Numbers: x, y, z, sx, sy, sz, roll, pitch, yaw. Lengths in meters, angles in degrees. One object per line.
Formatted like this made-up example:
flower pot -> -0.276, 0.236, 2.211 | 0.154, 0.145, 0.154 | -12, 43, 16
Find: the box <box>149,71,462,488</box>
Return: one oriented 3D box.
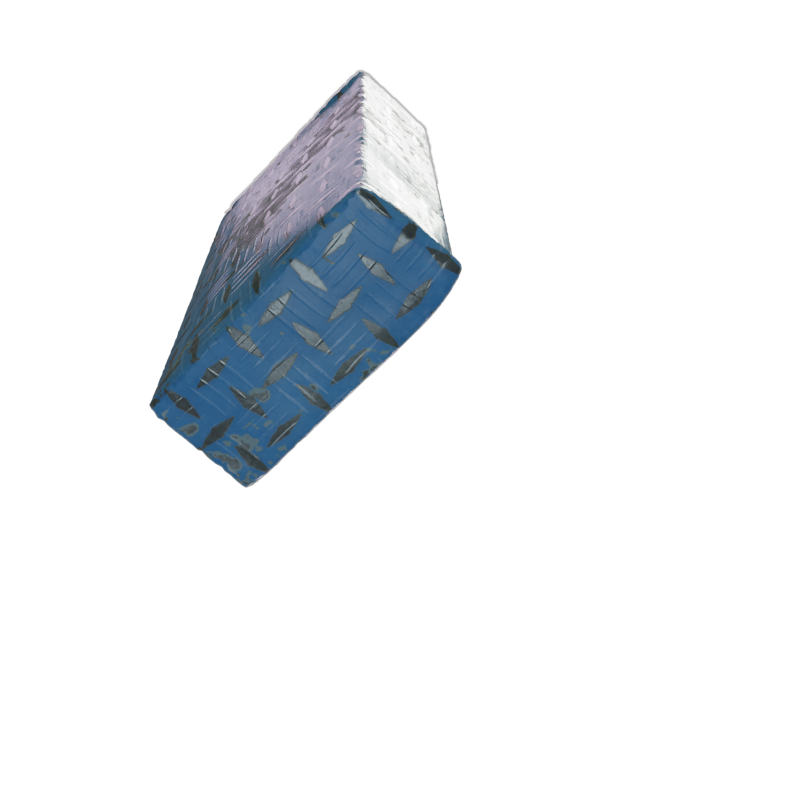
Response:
box -> -0.031, -0.056, 0.389 | 0.046, 0.092, 0.186 | 40, 17, -21
